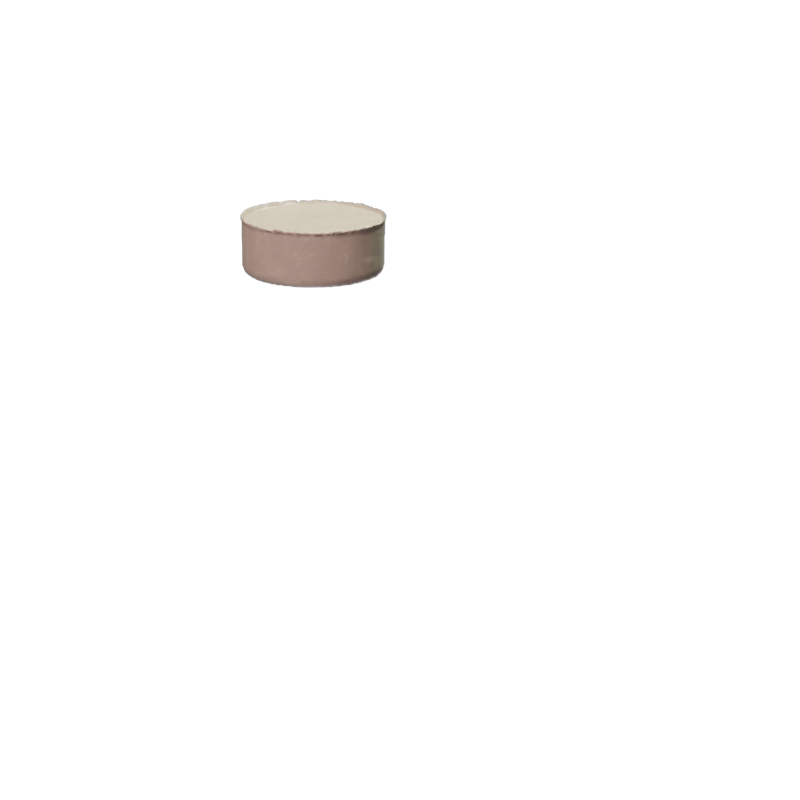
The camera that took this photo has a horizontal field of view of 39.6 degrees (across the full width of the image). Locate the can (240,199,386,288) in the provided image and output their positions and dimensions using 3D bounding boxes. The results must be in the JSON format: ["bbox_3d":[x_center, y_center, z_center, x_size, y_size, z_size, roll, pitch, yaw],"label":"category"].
[{"bbox_3d":[-0.051,-0.093,0.654,0.086,0.032,0.090,-1,21,-2],"label":"can"}]
